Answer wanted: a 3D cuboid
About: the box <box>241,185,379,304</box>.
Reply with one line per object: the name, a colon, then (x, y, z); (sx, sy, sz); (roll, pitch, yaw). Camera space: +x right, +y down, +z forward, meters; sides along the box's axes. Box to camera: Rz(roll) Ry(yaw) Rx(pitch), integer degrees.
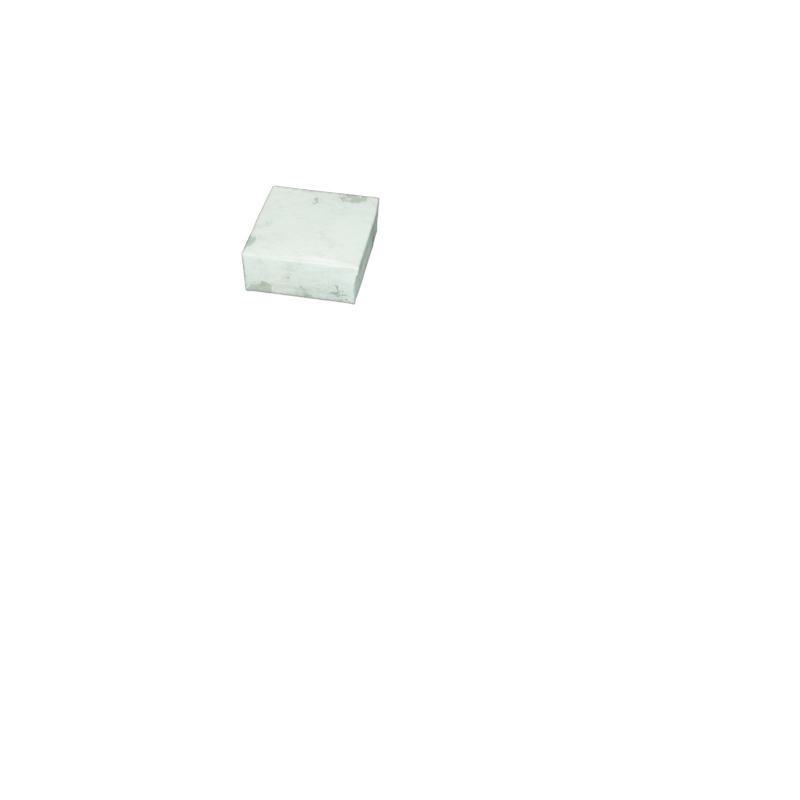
box: (-0.068, -0.124, 0.870); (0.091, 0.036, 0.120); (6, 39, 6)
